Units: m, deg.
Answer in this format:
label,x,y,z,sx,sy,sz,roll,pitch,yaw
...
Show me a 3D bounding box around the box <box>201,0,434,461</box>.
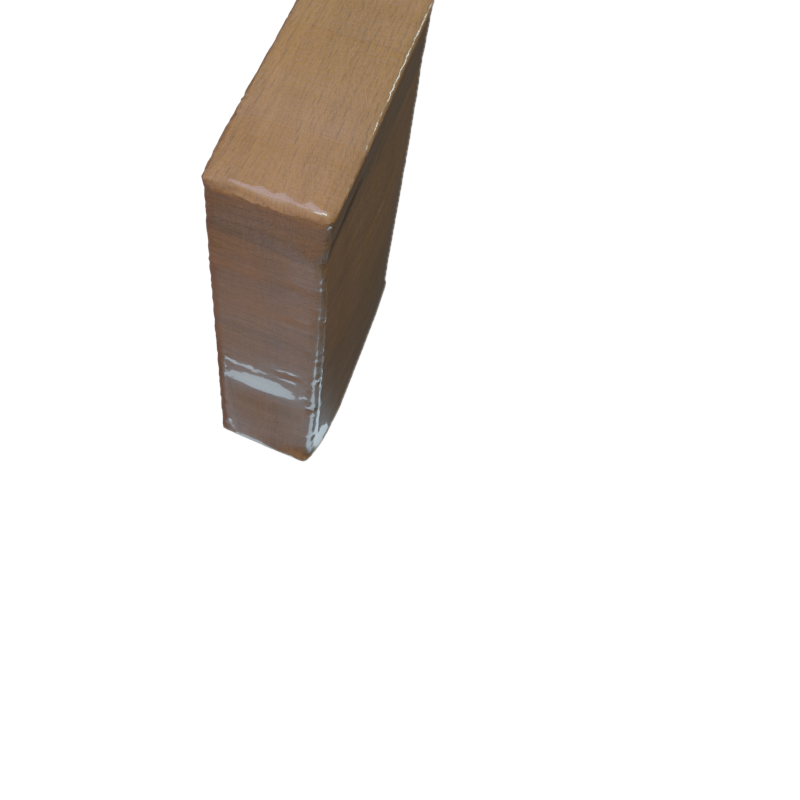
label,x,y,z,sx,sy,sz,roll,pitch,yaw
box,-0.031,-0.056,0.391,0.049,0.097,0.166,18,-28,6
